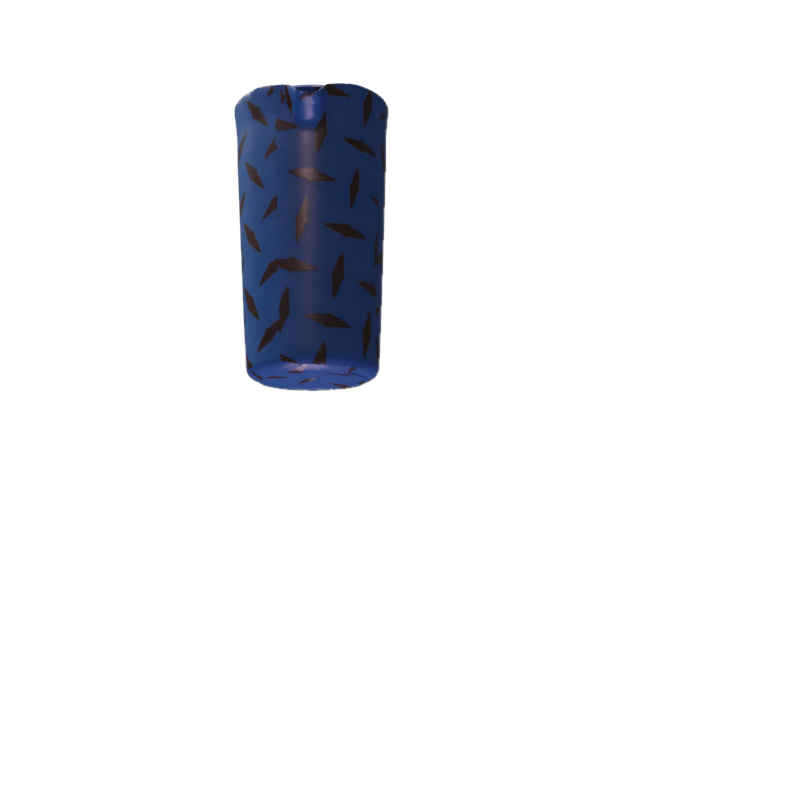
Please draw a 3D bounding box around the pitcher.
[{"bbox_3d":[-0.073,-0.134,0.936,0.148,0.252,0.141,-14,-20,42],"label":"pitcher"}]
